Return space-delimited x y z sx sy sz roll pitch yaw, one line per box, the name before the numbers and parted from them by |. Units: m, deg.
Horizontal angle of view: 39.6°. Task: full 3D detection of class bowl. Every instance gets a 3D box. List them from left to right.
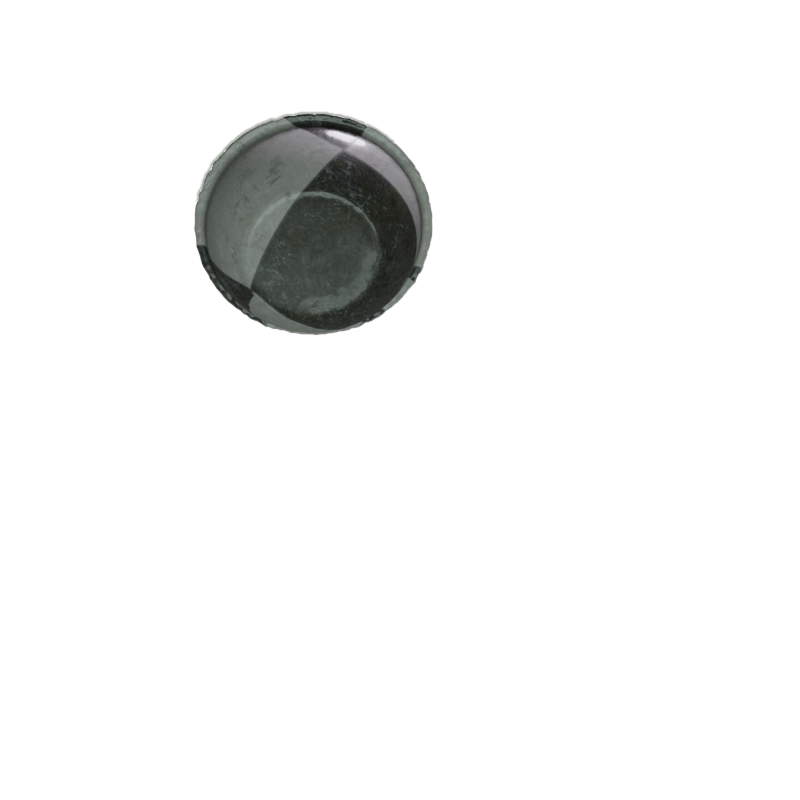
bowl | -0.057 -0.104 0.729 0.162 0.154 0.058 1 23 -1
